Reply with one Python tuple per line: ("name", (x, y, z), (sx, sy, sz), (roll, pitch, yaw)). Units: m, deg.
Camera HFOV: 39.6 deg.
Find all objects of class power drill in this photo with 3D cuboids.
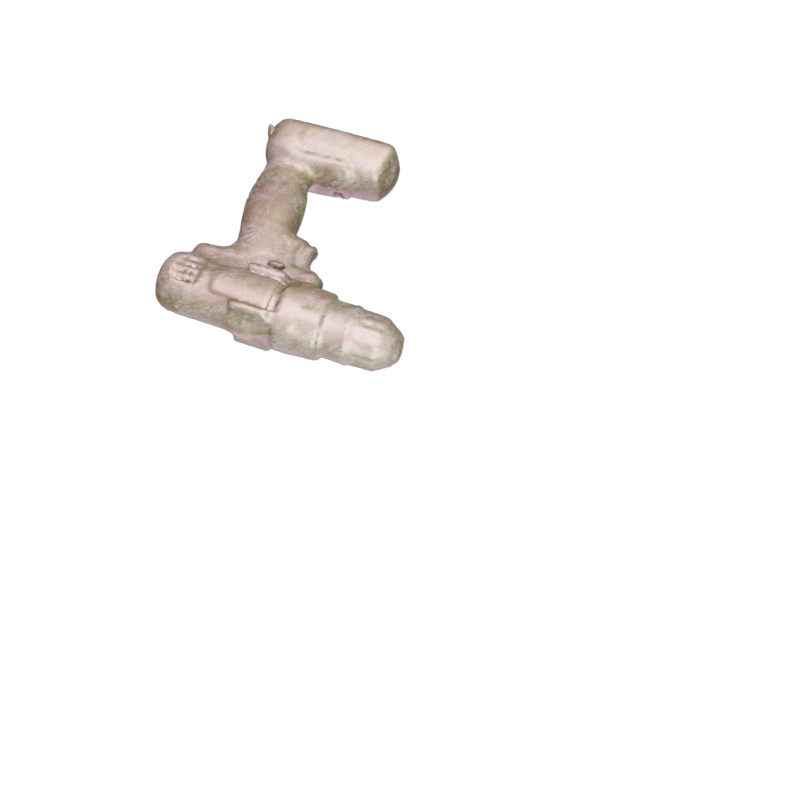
("power drill", (-0.064, -0.117, 0.821), (0.189, 0.196, 0.054), (17, -34, 11))
